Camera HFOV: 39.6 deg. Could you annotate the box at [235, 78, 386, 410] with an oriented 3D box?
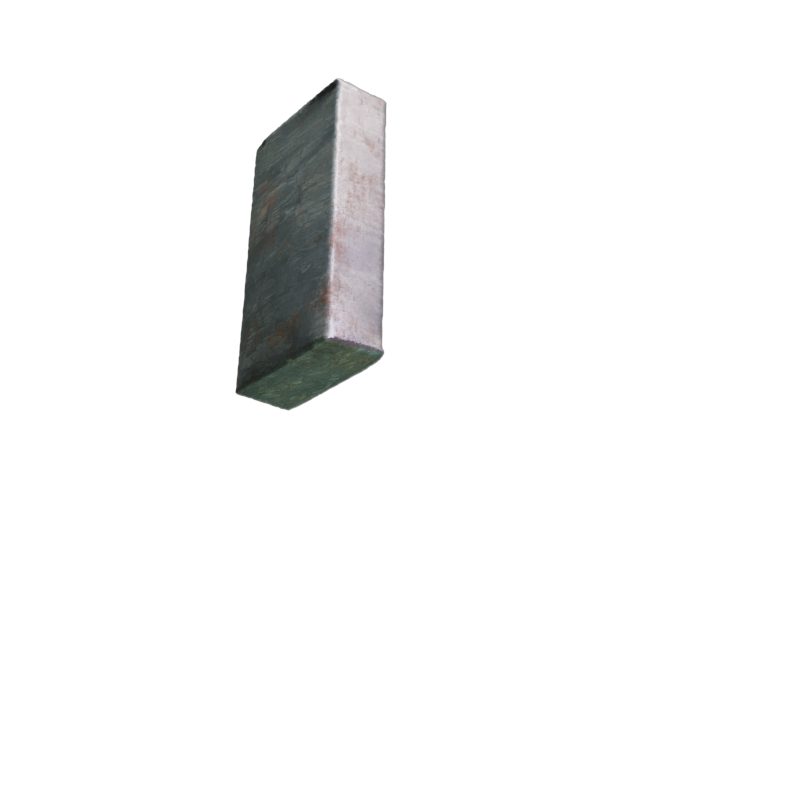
[{"bbox_3d":[-0.051,-0.093,0.653,0.045,0.187,0.093,20,-35,-34],"label":"box"}]
